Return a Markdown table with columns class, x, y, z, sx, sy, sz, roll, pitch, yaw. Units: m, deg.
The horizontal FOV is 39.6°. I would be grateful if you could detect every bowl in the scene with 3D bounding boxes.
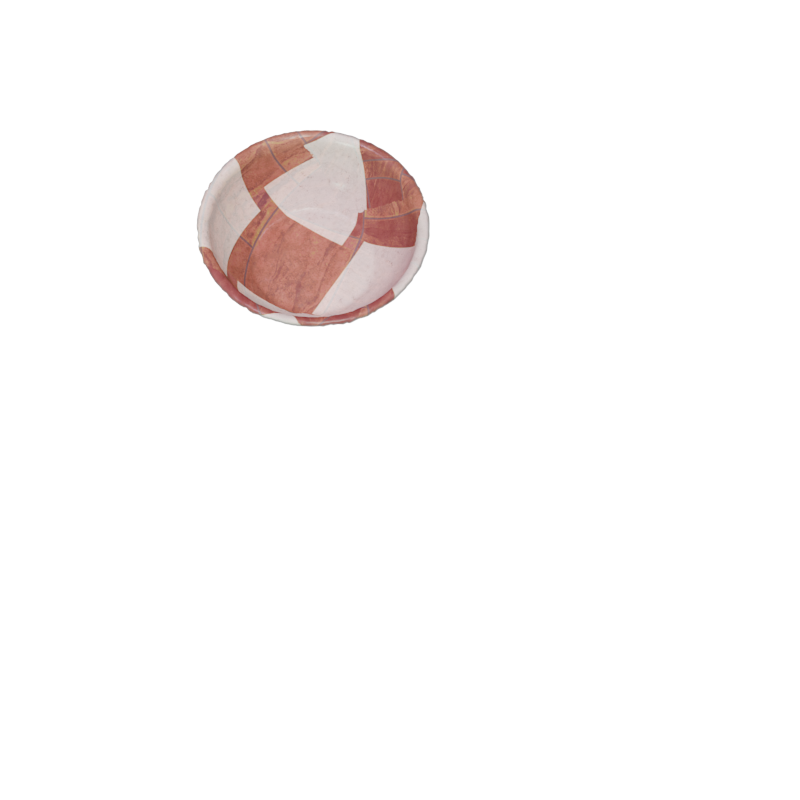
| class | x | y | z | sx | sy | sz | roll | pitch | yaw |
| --- | --- | --- | --- | --- | --- | --- | --- | --- | --- |
| bowl | -0.062 | -0.113 | 0.790 | 0.162 | 0.172 | 0.052 | -1 | -29 | -1 |
